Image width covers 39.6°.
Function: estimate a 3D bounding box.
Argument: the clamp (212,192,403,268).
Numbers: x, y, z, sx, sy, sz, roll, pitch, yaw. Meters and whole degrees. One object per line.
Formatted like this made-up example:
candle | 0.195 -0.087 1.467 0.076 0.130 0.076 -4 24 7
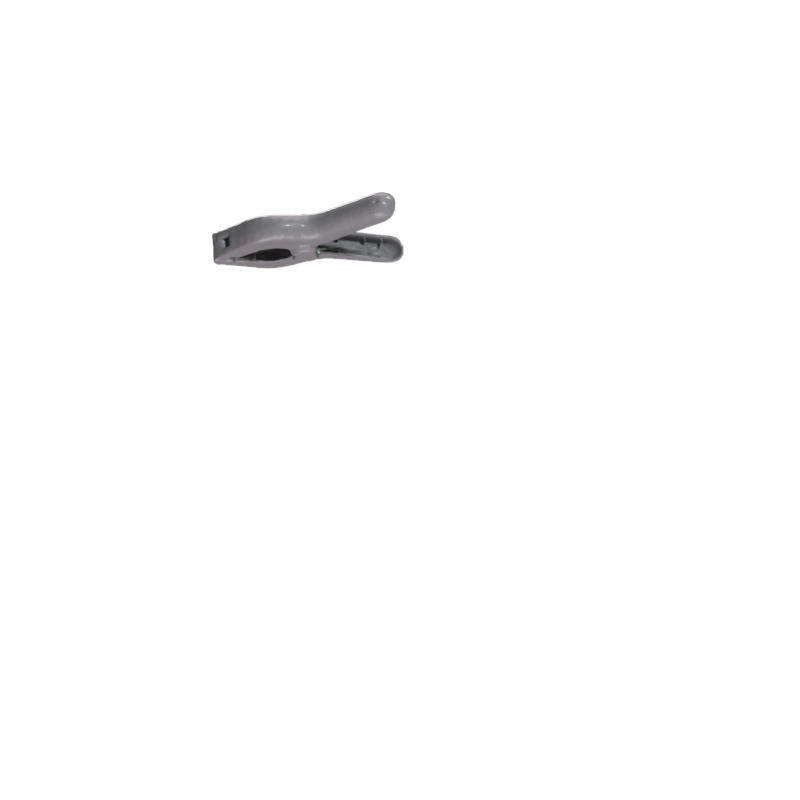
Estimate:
clamp | -0.077 -0.140 0.978 0.174 0.041 0.112 -5 -21 14
